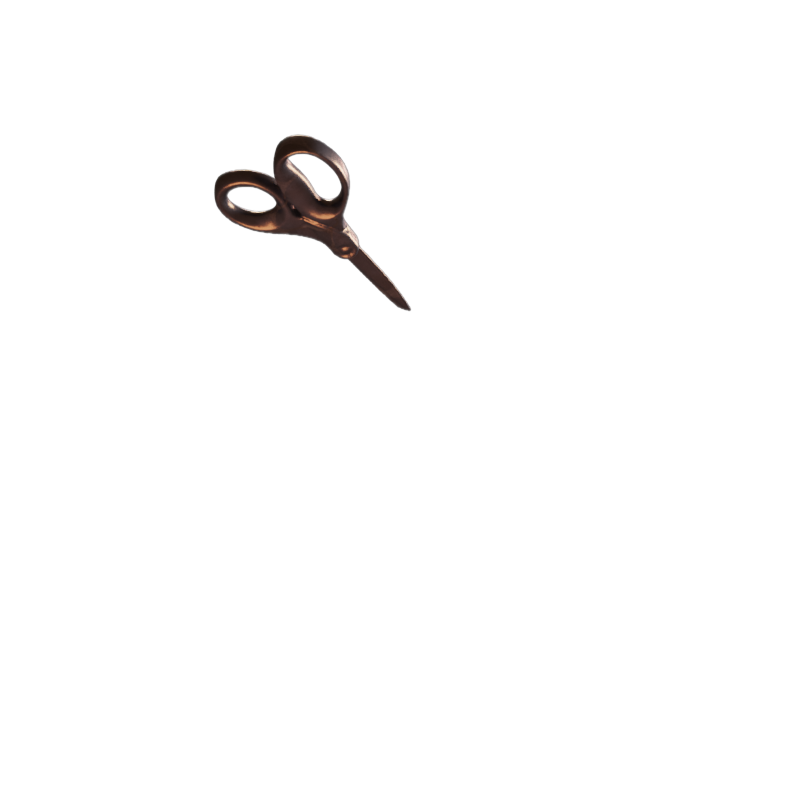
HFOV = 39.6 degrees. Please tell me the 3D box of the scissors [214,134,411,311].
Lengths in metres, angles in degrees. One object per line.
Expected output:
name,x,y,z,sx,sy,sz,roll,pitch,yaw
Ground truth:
scissors,-0.058,-0.107,0.747,0.097,0.017,0.187,-7,-31,11
